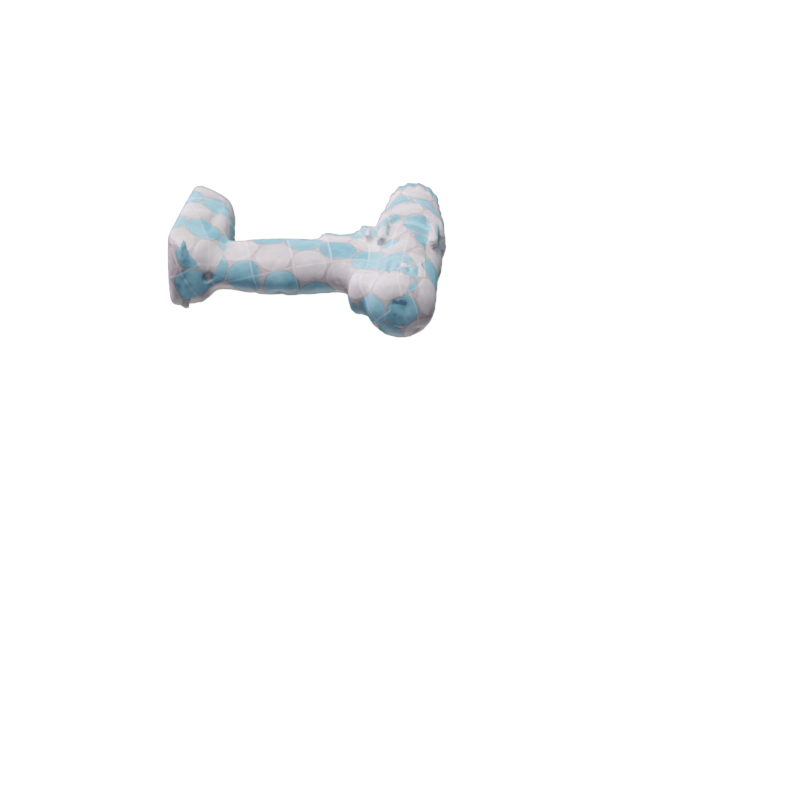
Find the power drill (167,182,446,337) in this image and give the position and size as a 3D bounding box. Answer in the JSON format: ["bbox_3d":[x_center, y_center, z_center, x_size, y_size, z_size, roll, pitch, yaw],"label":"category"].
[{"bbox_3d":[-0.062,-0.113,0.789,0.189,0.054,0.194,3,31,5],"label":"power drill"}]
